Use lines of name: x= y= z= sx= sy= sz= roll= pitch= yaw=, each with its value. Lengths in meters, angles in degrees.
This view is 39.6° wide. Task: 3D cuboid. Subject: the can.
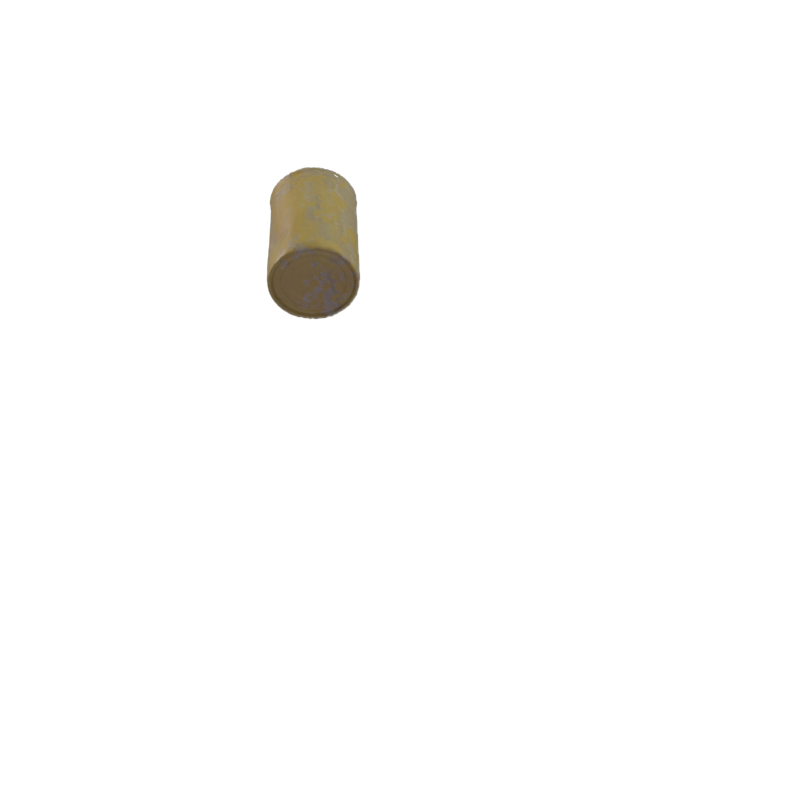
can: x=-0.064 y=-0.117 z=0.822 sx=0.068 sy=0.064 sz=0.110 roll=-1 pitch=41 yaw=-3
